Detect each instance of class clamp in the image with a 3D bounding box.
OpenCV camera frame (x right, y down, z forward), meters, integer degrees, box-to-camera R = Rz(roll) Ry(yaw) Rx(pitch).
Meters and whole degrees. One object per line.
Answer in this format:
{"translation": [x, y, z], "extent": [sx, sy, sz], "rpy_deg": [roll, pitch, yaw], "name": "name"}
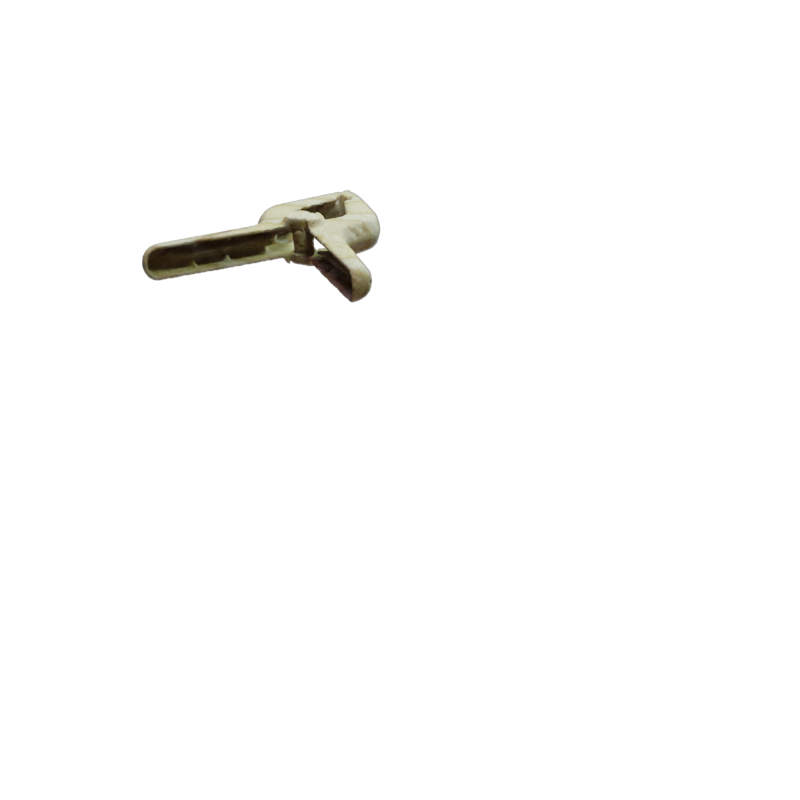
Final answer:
{"translation": [-0.063, -0.116, 0.811], "extent": [0.171, 0.035, 0.211], "rpy_deg": [11, 25, 24], "name": "clamp"}
